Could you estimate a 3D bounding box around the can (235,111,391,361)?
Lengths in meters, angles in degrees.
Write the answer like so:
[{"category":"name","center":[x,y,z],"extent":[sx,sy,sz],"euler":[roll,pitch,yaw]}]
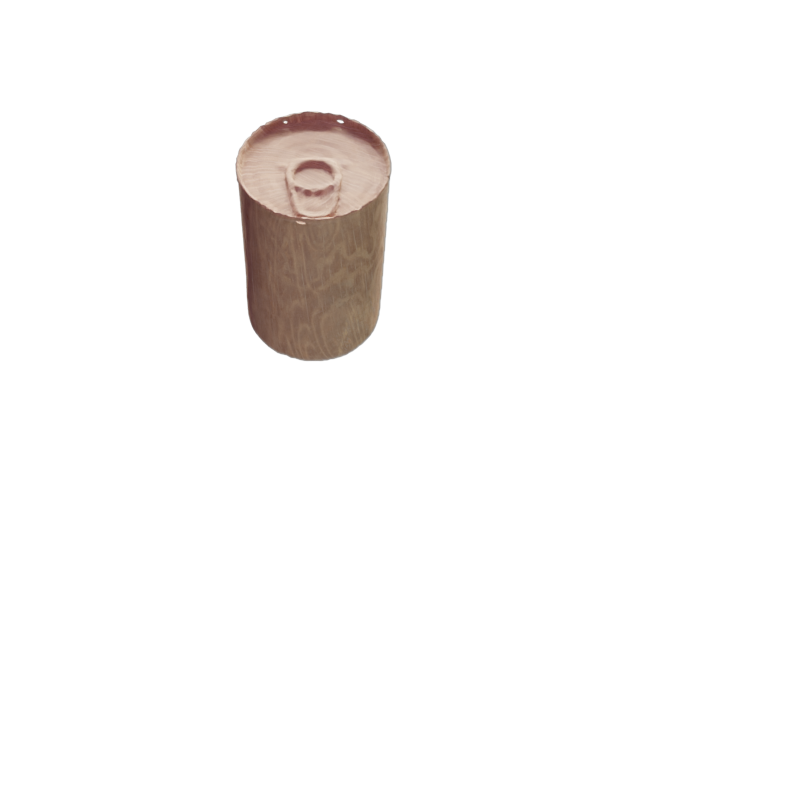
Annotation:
[{"category":"can","center":[-0.040,-0.074,0.517],"extent":[0.068,0.073,0.095],"euler":[0,-38,-3]}]
